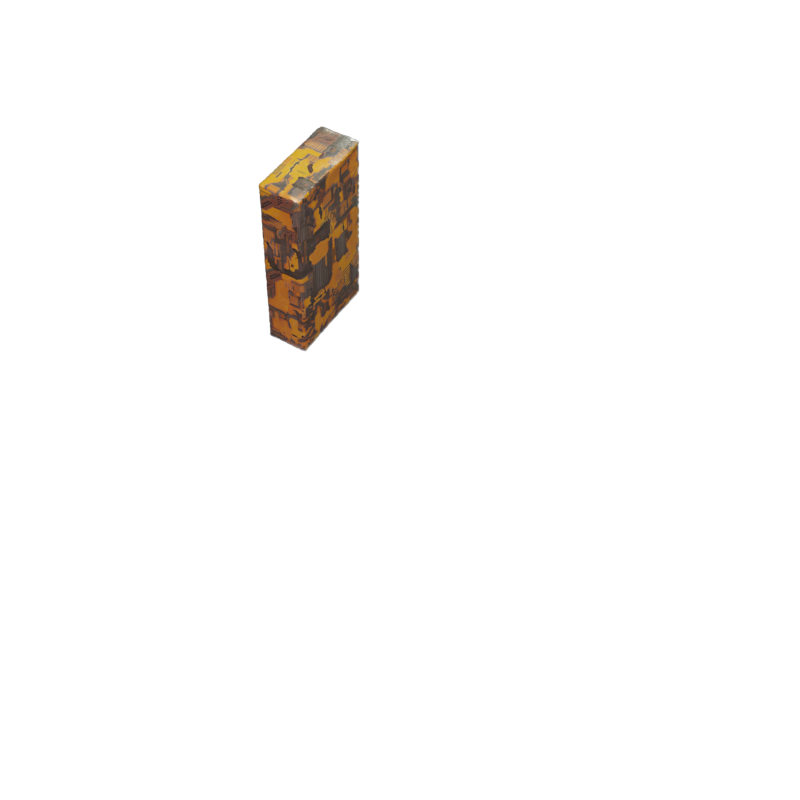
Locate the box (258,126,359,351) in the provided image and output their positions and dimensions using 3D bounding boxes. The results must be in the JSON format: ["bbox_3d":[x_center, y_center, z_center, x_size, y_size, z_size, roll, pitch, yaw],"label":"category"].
[{"bbox_3d":[-0.074,-0.135,0.944,0.050,0.164,0.096,26,53,17],"label":"box"}]
